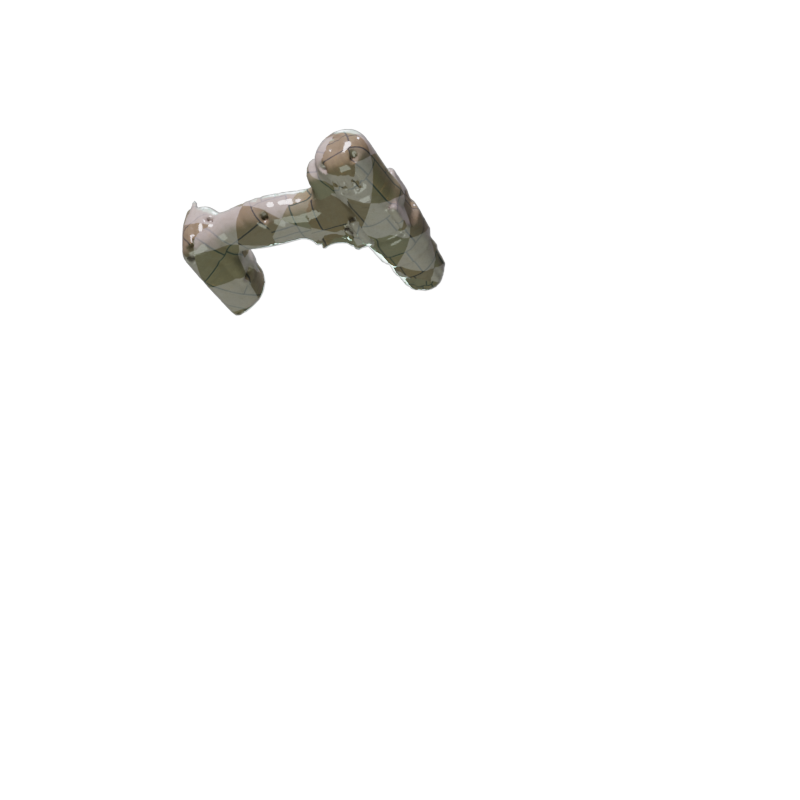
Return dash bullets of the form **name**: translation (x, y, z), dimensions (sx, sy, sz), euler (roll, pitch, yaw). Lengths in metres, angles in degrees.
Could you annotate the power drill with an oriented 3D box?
- **power drill**: translation (-0.073, -0.133, 0.929), dimensions (0.189, 0.062, 0.170), euler (-18, -43, 19)
